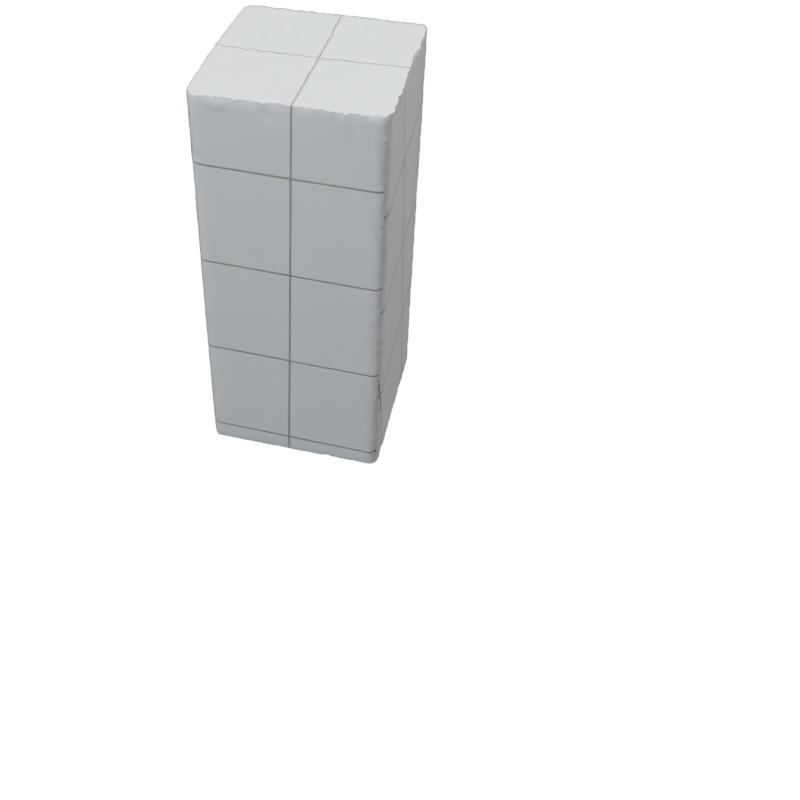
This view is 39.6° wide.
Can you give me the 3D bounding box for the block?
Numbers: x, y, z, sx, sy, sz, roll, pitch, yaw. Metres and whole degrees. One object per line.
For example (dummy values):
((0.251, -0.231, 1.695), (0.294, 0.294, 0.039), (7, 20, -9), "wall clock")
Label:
((-0.043, -0.078, 0.547), (0.092, 0.192, 0.095), (10, 41, 8), "block")
